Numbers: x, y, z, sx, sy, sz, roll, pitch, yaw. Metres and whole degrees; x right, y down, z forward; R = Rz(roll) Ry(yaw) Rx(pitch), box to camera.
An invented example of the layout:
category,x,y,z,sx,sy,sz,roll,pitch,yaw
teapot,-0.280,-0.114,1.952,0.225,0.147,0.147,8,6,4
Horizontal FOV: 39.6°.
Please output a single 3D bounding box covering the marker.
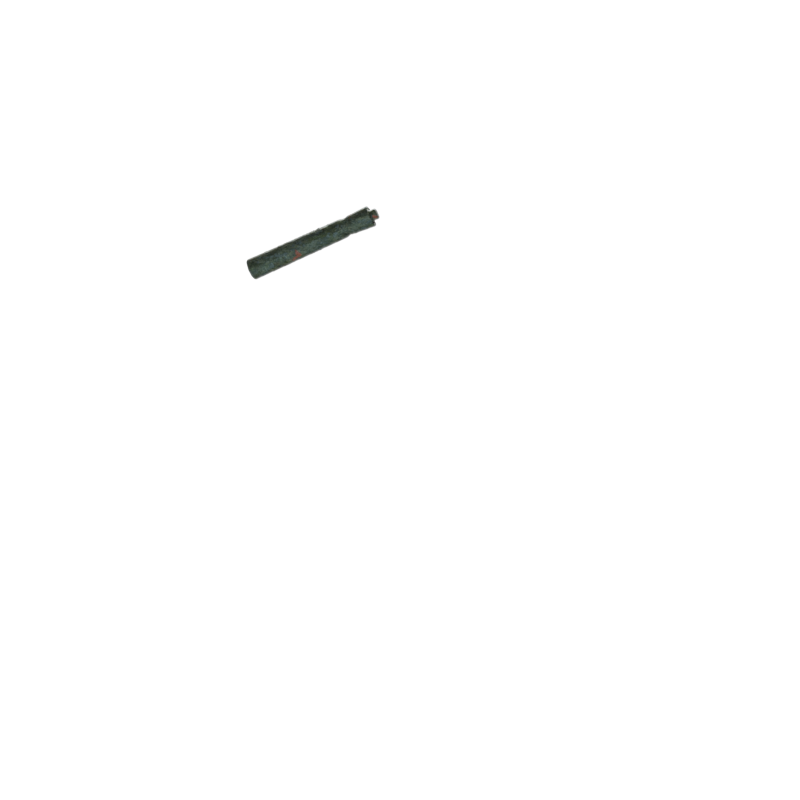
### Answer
category,x,y,z,sx,sy,sz,roll,pitch,yaw
marker,-0.074,-0.135,0.946,0.121,0.020,0.020,-22,-1,13
